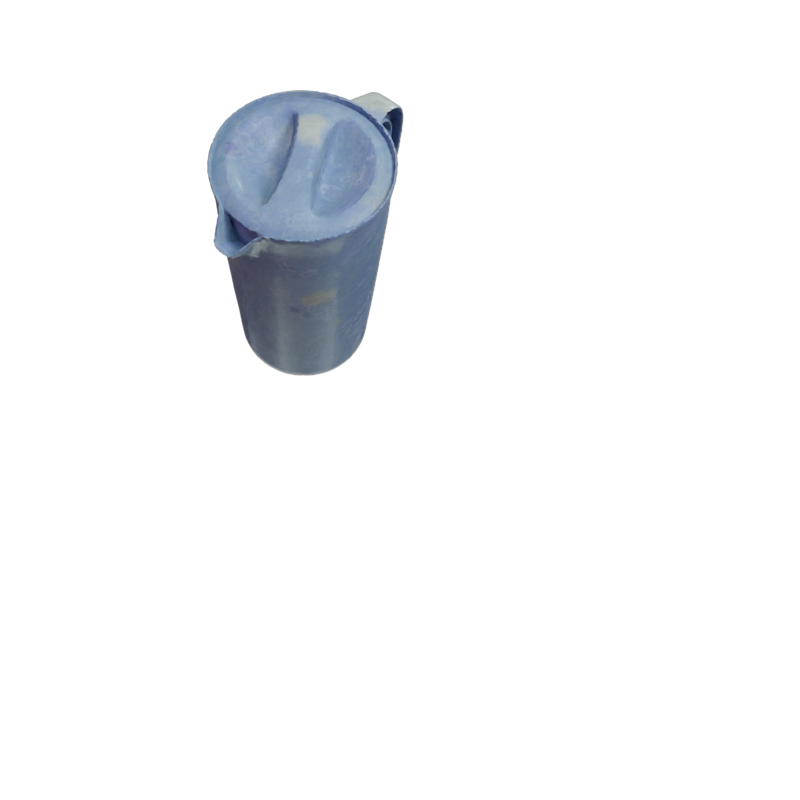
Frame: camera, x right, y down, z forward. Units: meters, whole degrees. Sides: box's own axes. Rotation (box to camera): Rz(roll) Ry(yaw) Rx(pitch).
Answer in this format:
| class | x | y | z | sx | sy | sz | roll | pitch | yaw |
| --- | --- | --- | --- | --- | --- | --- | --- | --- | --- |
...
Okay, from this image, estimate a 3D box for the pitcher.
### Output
| class | x | y | z | sx | sy | sz | roll | pitch | yaw |
| --- | --- | --- | --- | --- | --- | --- | --- | --- | --- |
| pitcher | -0.068 | -0.124 | 0.872 | 0.148 | 0.155 | 0.229 | -4 | -27 | -5 |
